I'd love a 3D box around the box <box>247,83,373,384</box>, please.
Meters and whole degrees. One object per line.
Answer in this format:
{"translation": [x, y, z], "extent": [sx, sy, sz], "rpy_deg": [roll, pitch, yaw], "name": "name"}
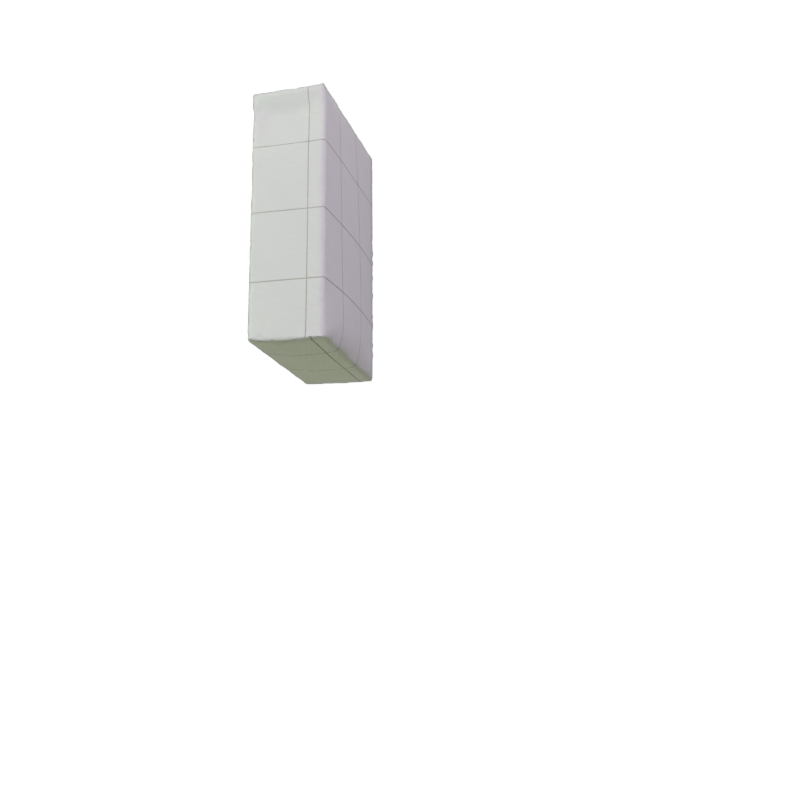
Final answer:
{"translation": [-0.073, -0.134, 0.938], "extent": [0.073, 0.223, 0.155], "rpy_deg": [-5, -16, 12], "name": "box"}
